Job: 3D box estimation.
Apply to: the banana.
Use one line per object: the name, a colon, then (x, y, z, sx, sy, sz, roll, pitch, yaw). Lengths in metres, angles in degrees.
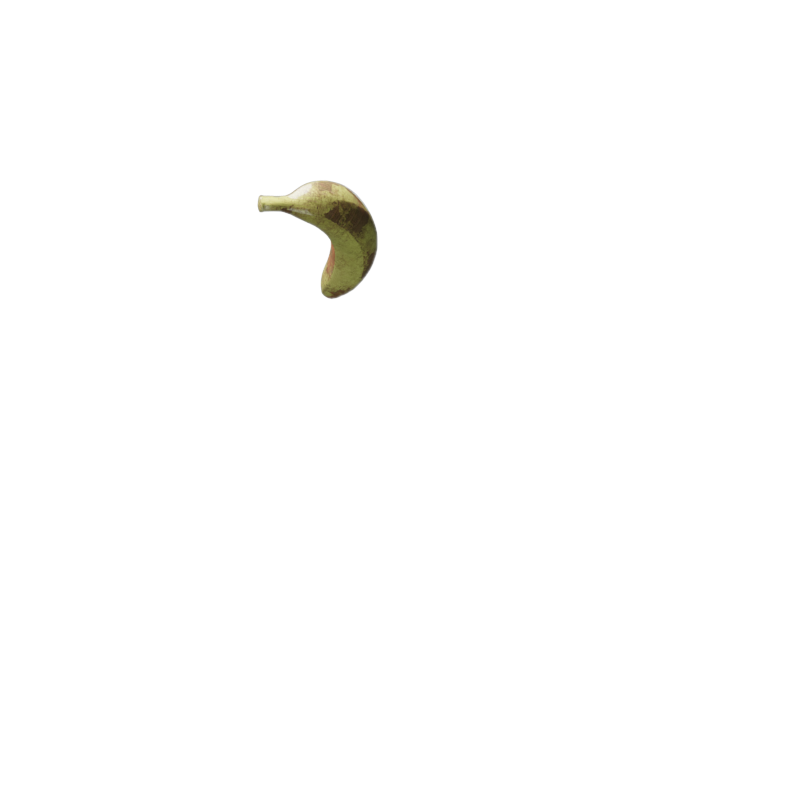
banana: (-0.052, -0.128, 0.873, 0.070, 0.039, 0.186, -4, -19, 12)
